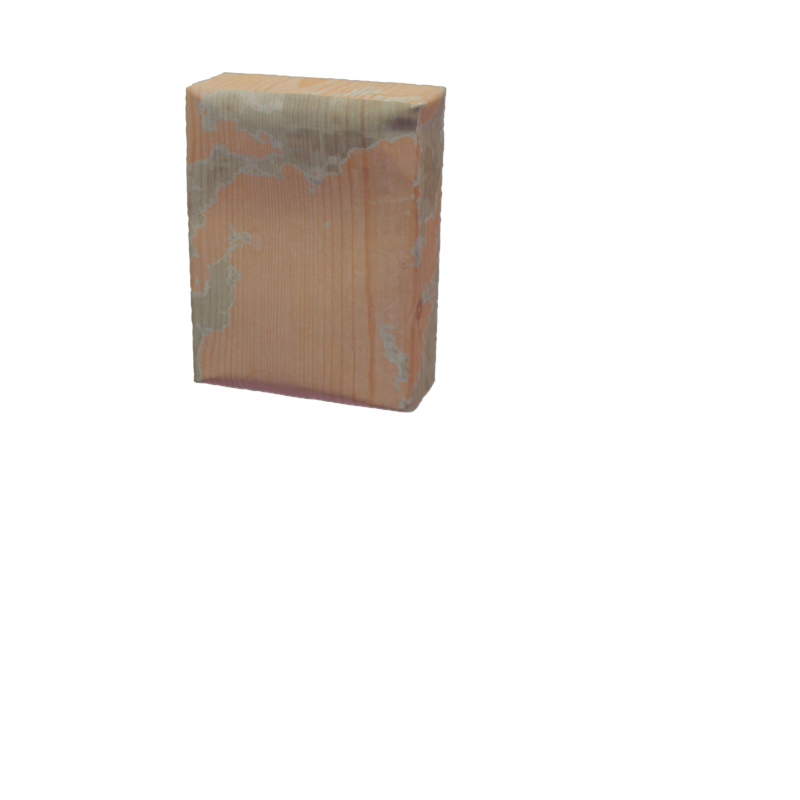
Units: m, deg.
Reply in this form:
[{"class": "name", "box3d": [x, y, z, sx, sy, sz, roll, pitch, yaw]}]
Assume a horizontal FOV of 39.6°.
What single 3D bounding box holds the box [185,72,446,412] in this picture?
[{"class": "box", "box3d": [-0.059, -0.108, 0.754, 0.169, 0.205, 0.073, 8, 21, 18]}]
